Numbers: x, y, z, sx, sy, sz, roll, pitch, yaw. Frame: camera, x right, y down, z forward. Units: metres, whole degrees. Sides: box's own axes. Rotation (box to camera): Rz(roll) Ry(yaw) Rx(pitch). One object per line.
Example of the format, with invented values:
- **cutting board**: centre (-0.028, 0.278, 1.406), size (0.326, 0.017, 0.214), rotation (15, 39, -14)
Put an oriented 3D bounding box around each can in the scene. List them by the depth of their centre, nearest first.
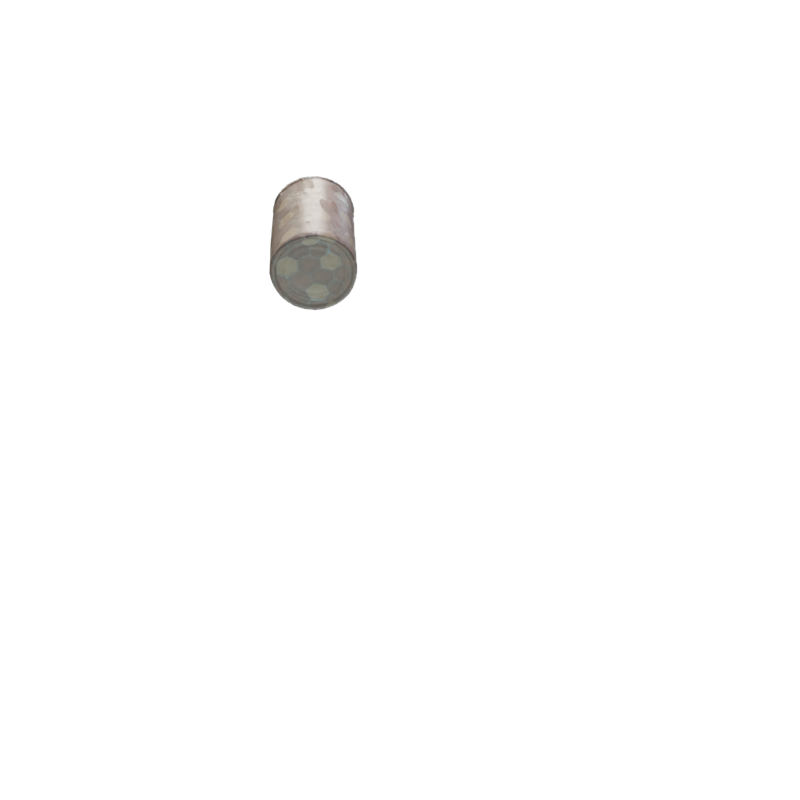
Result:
- **can**: centre (-0.069, -0.126, 0.880), size (0.068, 0.064, 0.109), rotation (-1, 34, -3)
